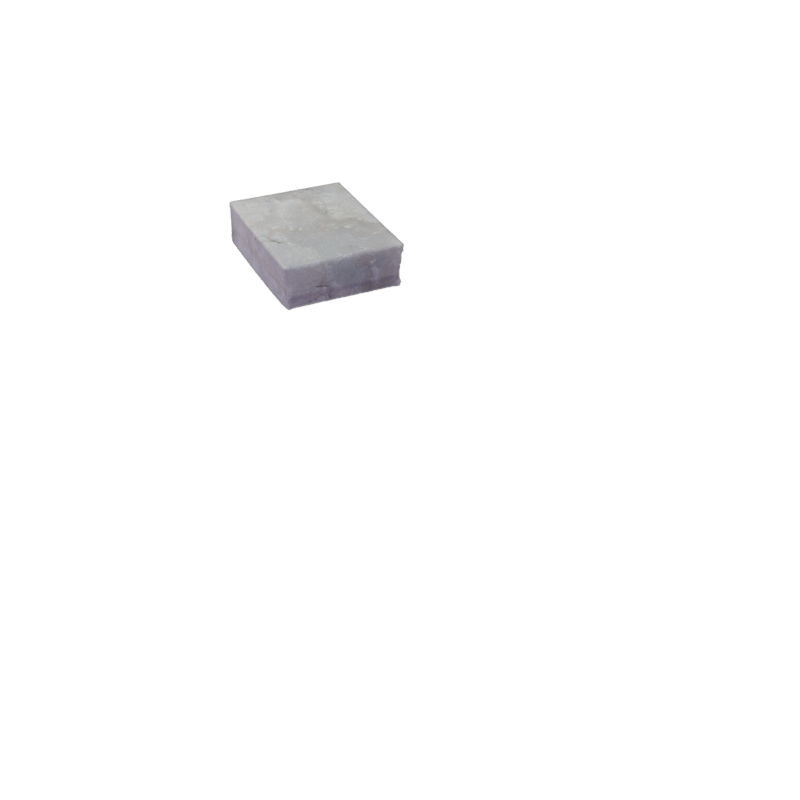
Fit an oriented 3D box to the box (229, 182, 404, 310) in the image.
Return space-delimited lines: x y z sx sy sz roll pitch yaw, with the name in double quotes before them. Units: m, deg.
"box" -0.062 -0.113 0.794 0.088 0.036 0.123 -15 38 -20
